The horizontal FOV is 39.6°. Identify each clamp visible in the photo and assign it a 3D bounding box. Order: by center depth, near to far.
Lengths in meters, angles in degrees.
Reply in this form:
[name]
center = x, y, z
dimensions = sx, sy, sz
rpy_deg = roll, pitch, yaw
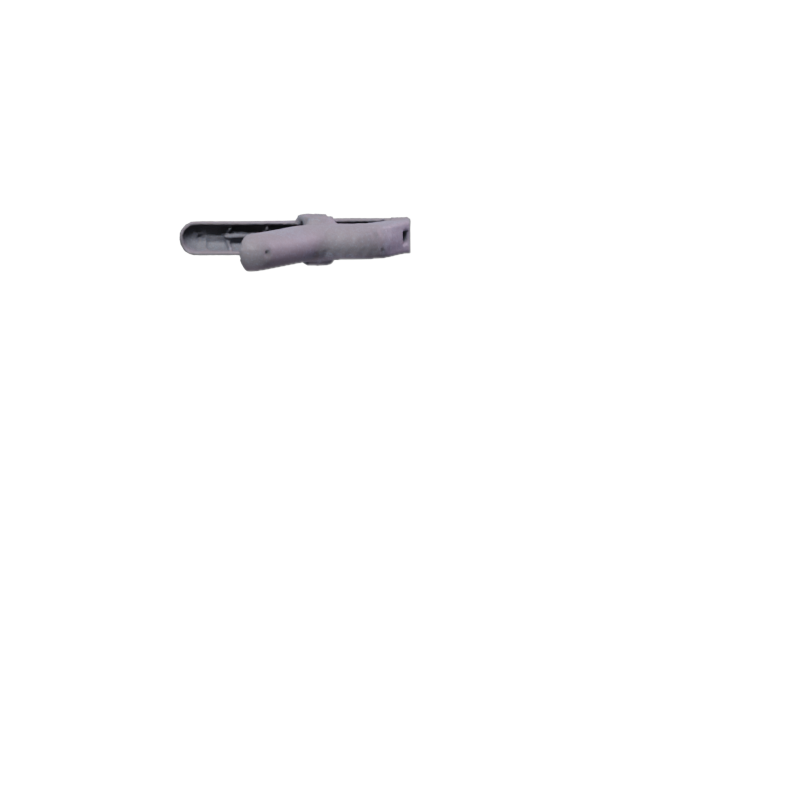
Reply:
[clamp]
center = -0.062, -0.113, 0.790
dimensions = 0.168, 0.038, 0.127
rpy_deg = -7, 21, -20
